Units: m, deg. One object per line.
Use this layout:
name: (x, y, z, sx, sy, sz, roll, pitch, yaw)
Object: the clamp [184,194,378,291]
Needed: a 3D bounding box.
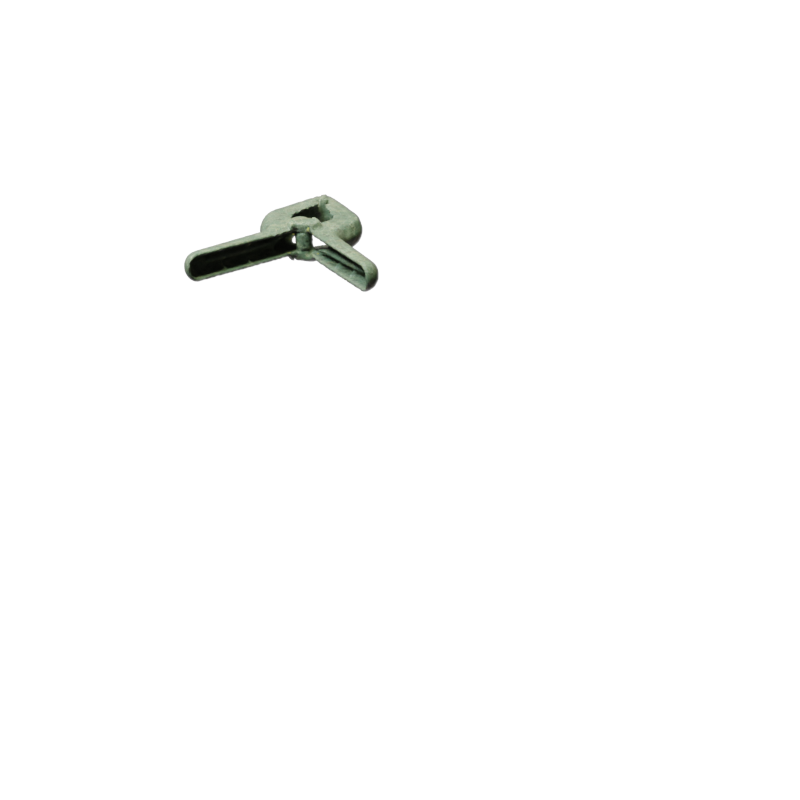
clamp: (-0.078, -0.142, 0.996, 0.169, 0.035, 0.215, 7, 26, 15)
